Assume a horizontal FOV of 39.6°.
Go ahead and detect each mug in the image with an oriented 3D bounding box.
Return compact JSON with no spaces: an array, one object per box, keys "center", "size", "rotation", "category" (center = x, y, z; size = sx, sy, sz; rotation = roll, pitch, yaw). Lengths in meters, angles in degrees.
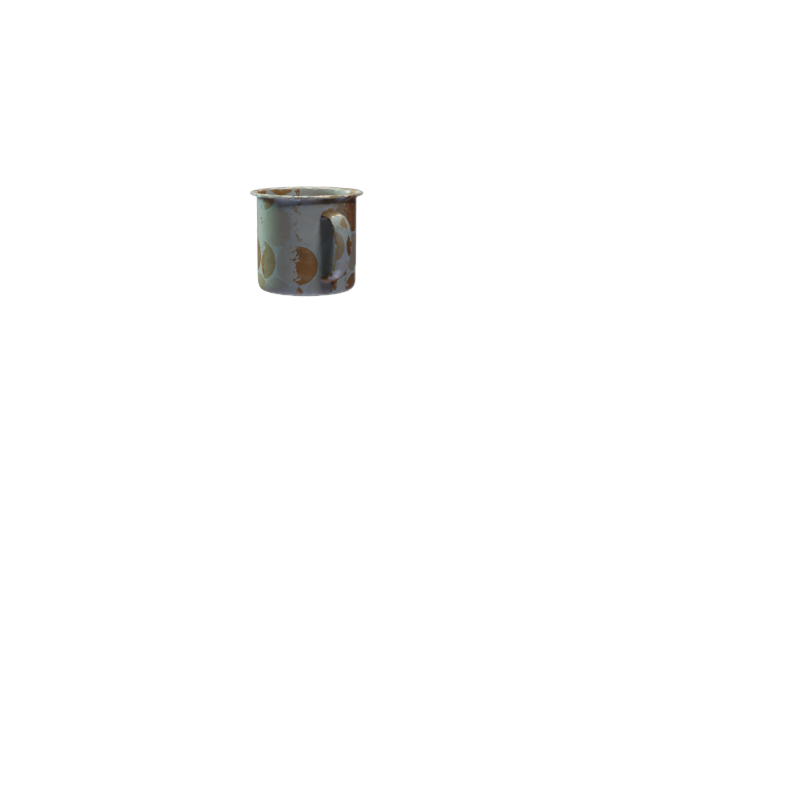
[{"center":[-0.071,-0.129,0.904],"size":[0.091,0.080,0.123],"rotation":[-7,15,-30],"category":"mug"}]
